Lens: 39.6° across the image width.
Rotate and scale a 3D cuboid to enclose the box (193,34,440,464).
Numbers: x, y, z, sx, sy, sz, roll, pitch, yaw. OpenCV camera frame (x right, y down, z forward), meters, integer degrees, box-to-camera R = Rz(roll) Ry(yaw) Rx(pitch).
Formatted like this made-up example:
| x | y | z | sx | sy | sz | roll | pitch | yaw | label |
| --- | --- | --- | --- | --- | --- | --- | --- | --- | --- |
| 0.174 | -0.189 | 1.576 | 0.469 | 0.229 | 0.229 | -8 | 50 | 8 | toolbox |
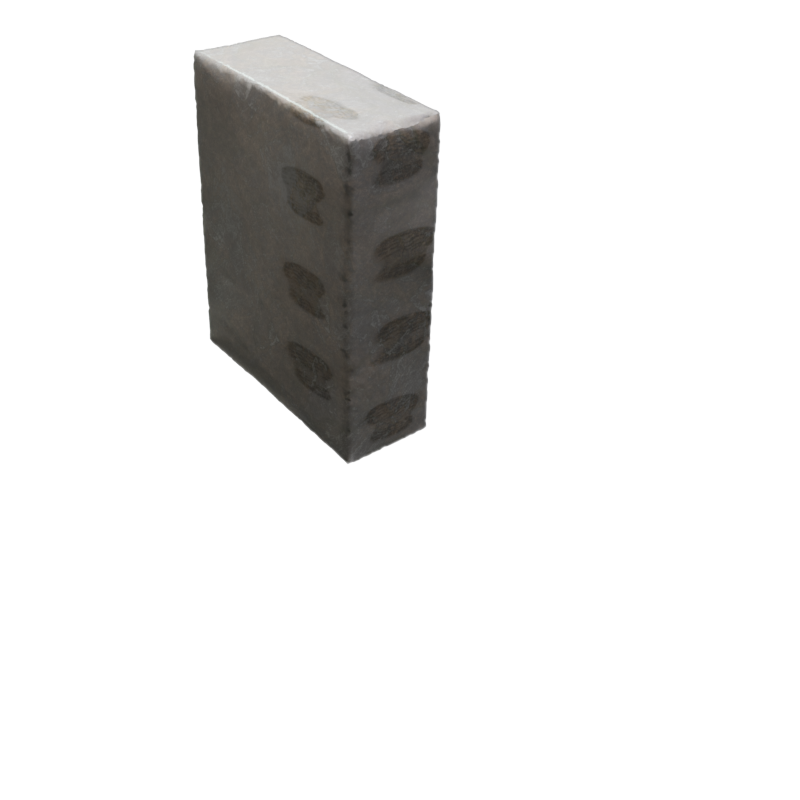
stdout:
| x | y | z | sx | sy | sz | roll | pitch | yaw | label |
| --- | --- | --- | --- | --- | --- | --- | --- | --- | --- |
| -0.053 | -0.097 | 0.678 | 0.071 | 0.201 | 0.177 | -19 | 38 | -31 | box |
